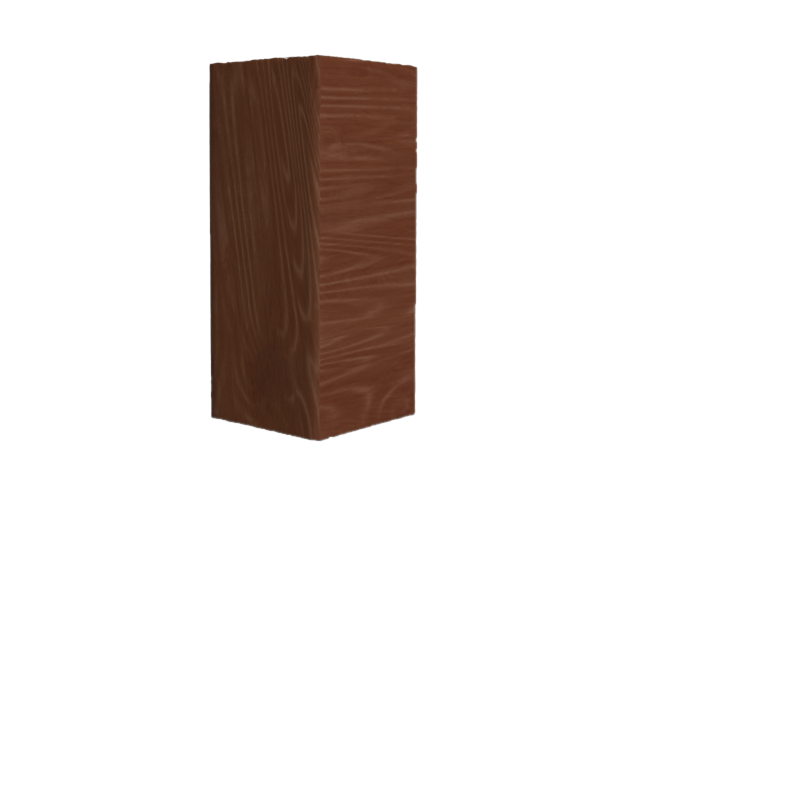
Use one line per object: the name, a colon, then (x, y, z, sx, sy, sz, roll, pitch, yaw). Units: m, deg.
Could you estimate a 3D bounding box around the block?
block: (-0.051, -0.093, 0.649, 0.094, 0.204, 0.088, 5, 7, 39)
